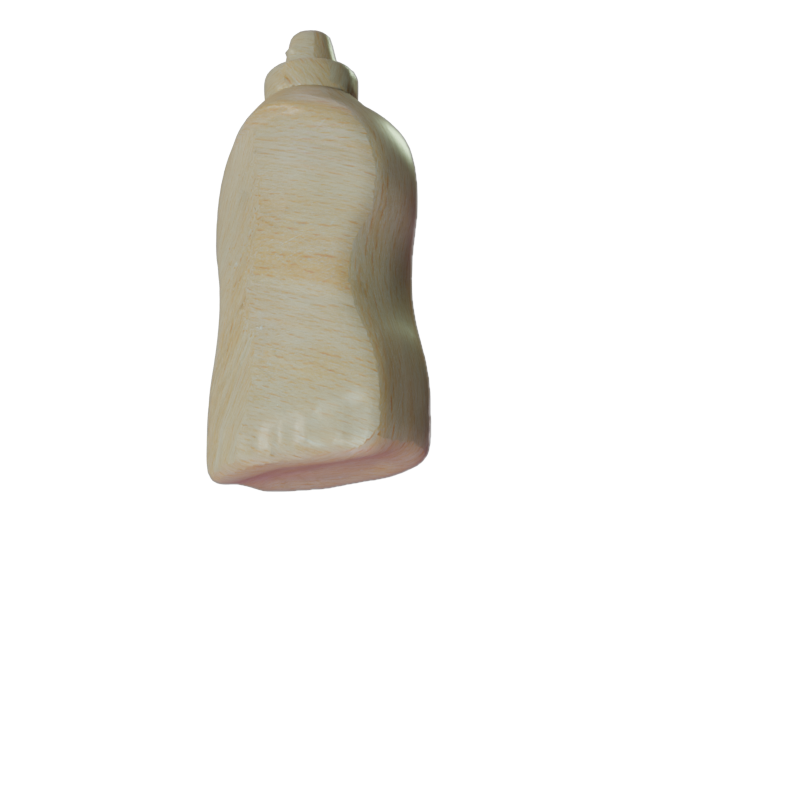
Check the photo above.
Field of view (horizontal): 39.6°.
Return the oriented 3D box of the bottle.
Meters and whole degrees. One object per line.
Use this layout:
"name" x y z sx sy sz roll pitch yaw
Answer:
"bottle" -0.036 -0.065 0.453 0.097 0.201 0.055 -20 -27 41
